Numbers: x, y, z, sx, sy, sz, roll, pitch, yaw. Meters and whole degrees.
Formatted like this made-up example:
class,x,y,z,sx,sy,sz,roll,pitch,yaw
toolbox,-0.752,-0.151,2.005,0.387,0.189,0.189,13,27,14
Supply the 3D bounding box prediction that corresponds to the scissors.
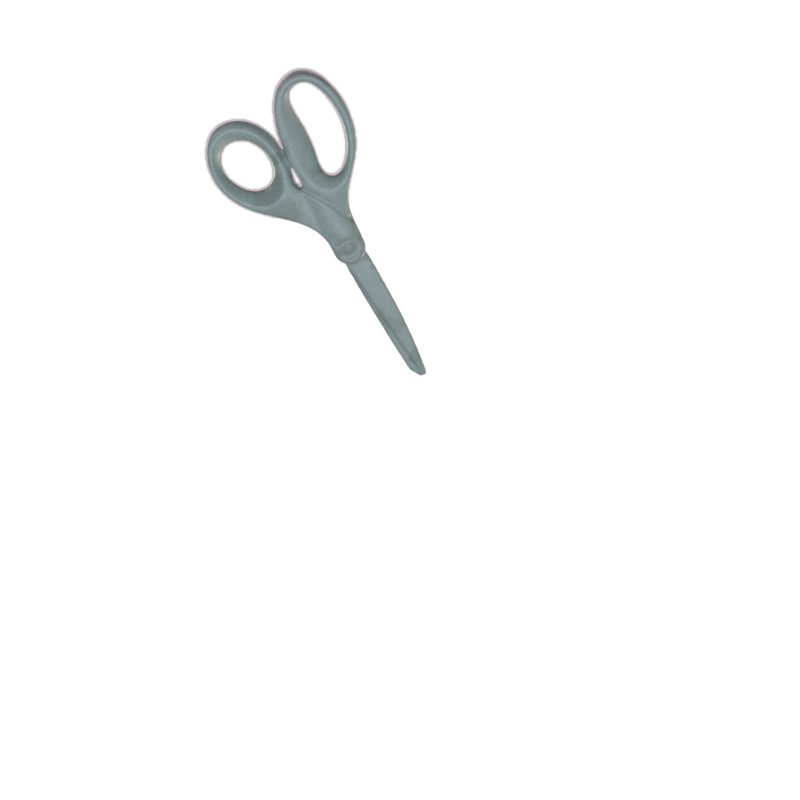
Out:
class,x,y,z,sx,sy,sz,roll,pitch,yaw
scissors,-0.051,-0.094,0.657,0.096,0.192,0.016,-12,19,4
